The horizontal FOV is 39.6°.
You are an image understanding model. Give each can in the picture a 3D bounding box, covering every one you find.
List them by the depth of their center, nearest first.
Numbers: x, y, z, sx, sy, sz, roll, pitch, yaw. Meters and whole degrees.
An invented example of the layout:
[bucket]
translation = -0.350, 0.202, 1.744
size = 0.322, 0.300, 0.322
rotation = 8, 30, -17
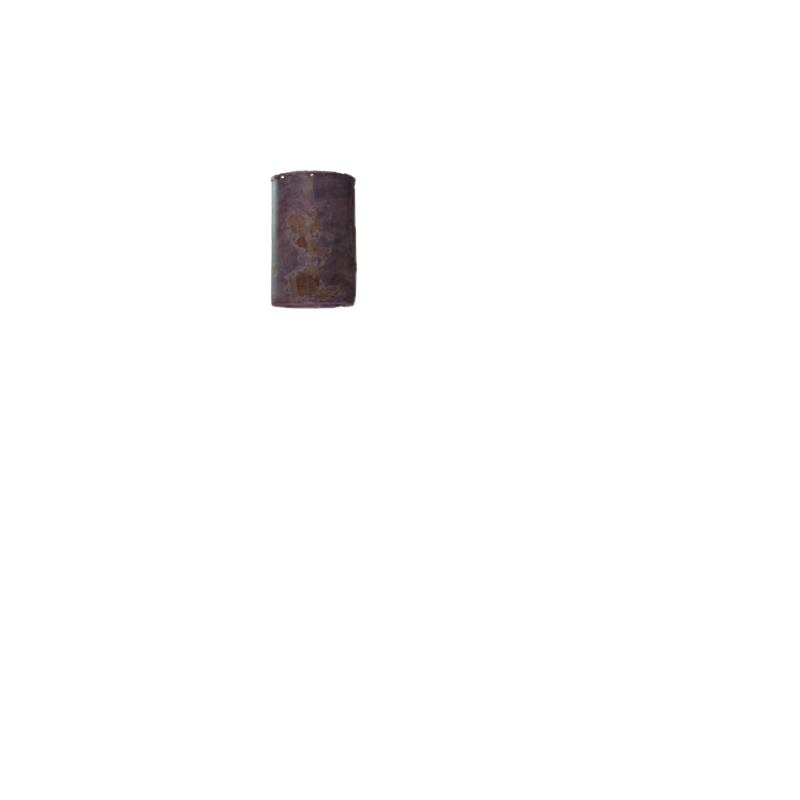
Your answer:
[can]
translation = -0.069, -0.125, 0.875
size = 0.068, 0.104, 0.068
rotation = 0, -5, -2
